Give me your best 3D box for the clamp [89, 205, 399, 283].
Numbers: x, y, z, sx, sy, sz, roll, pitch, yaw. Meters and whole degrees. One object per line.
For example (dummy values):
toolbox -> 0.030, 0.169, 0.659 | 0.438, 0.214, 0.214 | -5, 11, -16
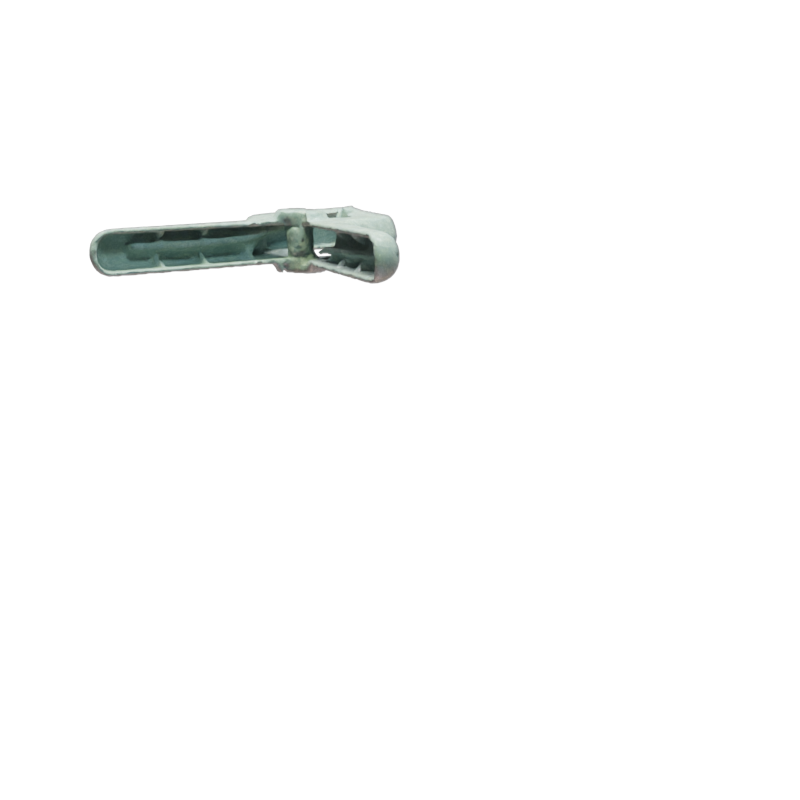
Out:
clamp -> -0.049, -0.090, 0.628 | 0.170, 0.036, 0.207 | 6, 14, 24
